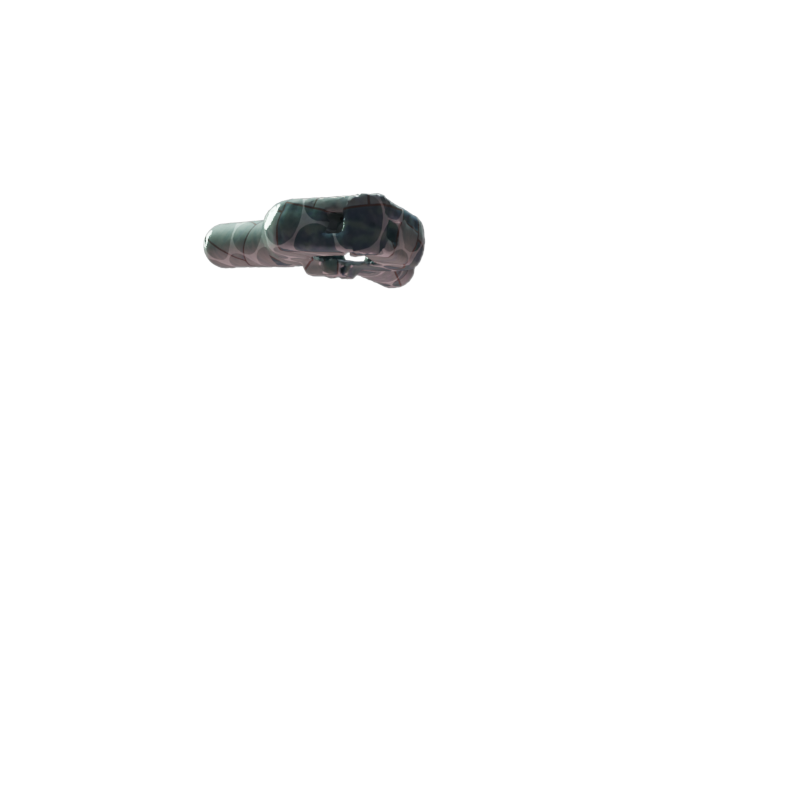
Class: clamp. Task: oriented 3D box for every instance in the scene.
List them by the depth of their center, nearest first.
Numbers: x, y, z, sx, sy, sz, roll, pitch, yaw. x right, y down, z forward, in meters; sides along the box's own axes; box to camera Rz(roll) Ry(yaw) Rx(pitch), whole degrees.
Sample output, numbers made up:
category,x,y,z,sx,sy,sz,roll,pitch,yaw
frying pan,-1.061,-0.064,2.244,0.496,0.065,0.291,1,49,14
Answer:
category,x,y,z,sx,sy,sz,roll,pitch,yaw
clamp,-0.044,-0.081,0.565,0.120,0.040,0.170,0,-2,-4
